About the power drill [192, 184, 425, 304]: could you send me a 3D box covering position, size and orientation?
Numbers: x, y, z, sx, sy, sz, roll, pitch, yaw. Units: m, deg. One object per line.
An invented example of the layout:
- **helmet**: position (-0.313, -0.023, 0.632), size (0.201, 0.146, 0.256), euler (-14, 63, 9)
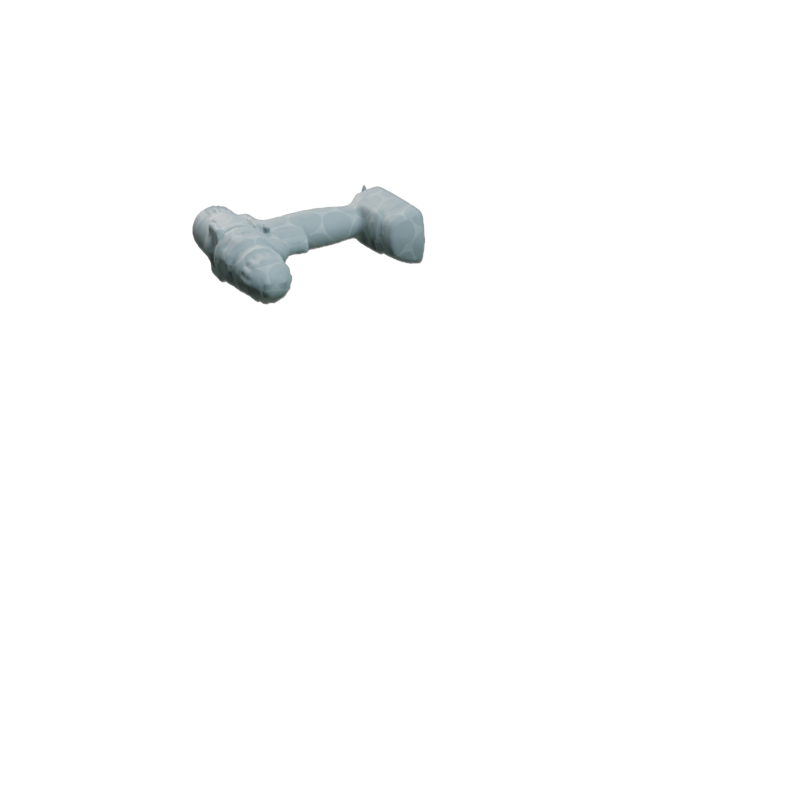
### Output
- **power drill**: position (-0.077, -0.140, 0.982), size (0.184, 0.055, 0.197), euler (-11, 28, -21)
